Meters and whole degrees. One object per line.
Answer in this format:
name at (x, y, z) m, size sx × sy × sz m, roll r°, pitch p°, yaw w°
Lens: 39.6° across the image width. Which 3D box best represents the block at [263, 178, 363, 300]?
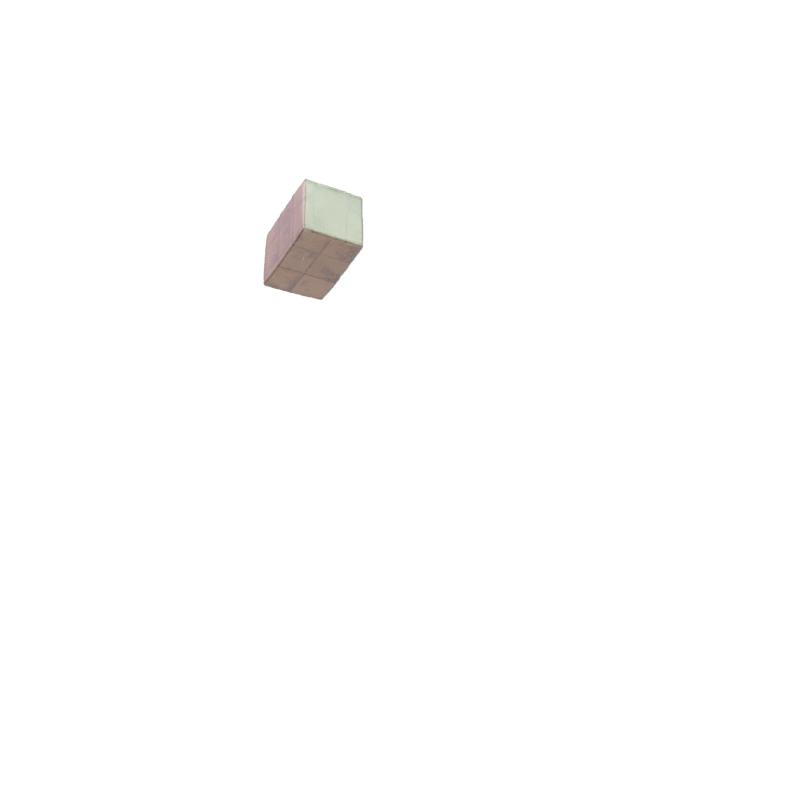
block at (-0.068, -0.125, 0.872) m, size 0.051 × 0.055 × 0.076 m, roll 17°, pitch -39°, yaw -23°
